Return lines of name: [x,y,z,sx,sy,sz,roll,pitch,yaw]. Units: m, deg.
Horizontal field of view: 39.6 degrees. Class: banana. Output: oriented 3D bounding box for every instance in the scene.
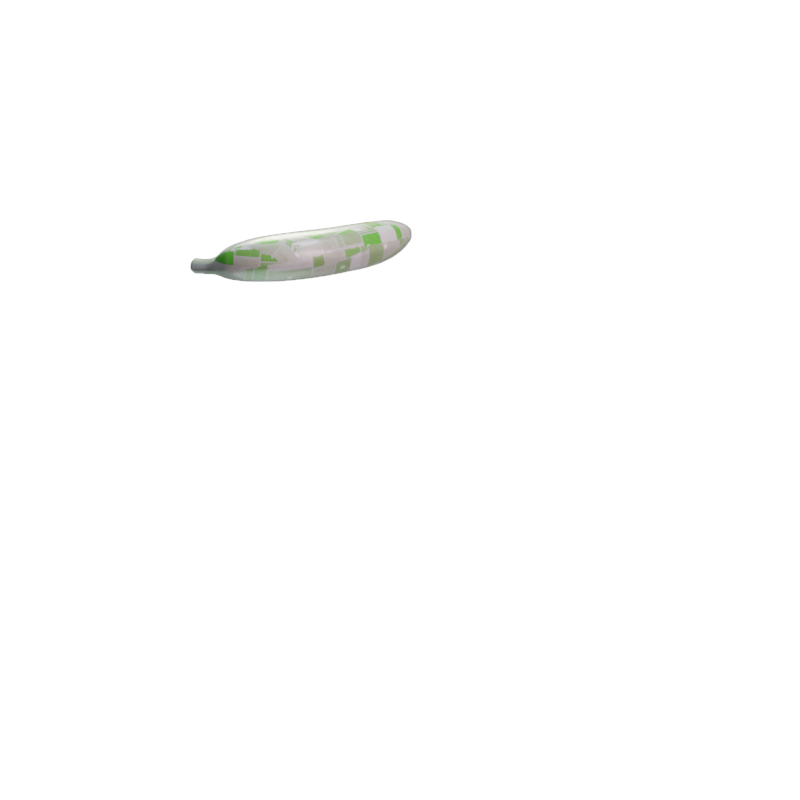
banana: [-0.066,-0.123,0.896,0.194,0.035,0.074,-10,24,-24]
